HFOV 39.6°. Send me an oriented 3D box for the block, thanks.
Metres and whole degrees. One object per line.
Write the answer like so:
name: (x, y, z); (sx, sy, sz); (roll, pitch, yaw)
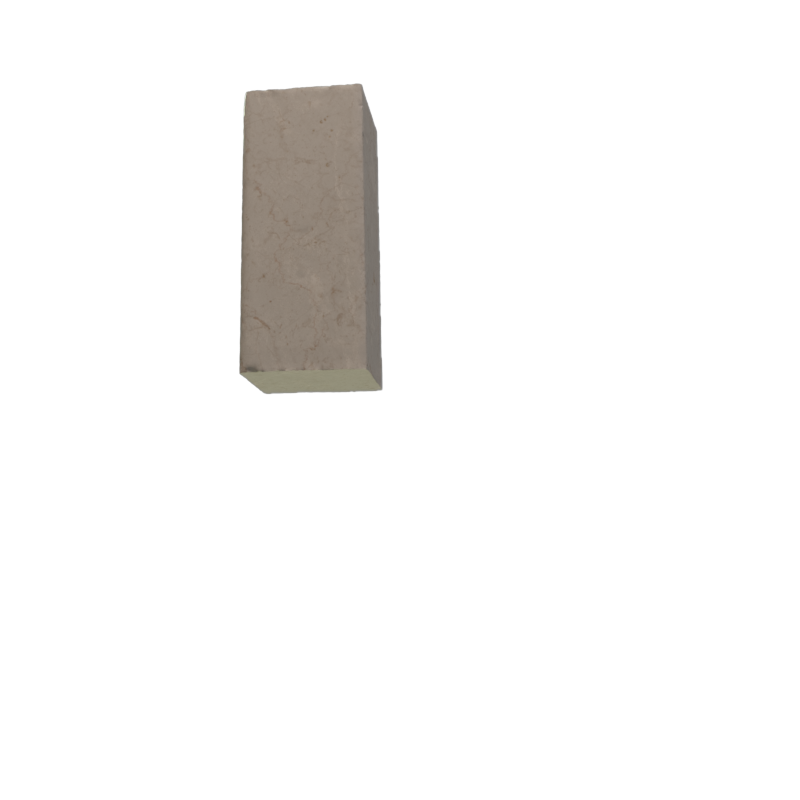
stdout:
block: (-0.064, -0.115, 0.805); (0.091, 0.214, 0.086); (-3, -16, 7)
